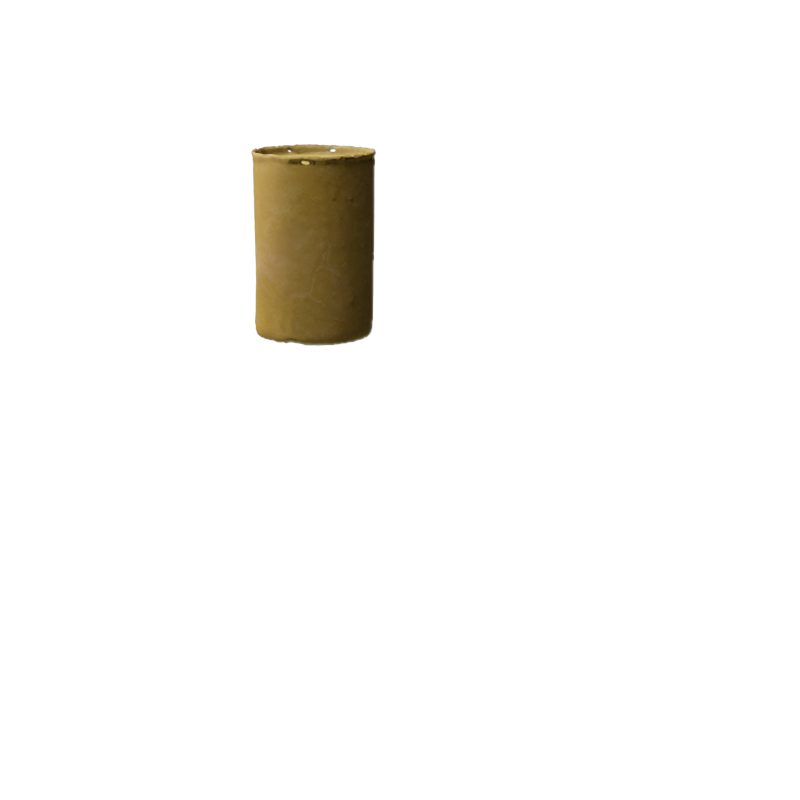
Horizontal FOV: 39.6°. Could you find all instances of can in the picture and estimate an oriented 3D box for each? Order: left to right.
[{"bbox_3d":[-0.048,-0.087,0.613,0.068,0.100,0.071,0,13,-2],"label":"can"}]
